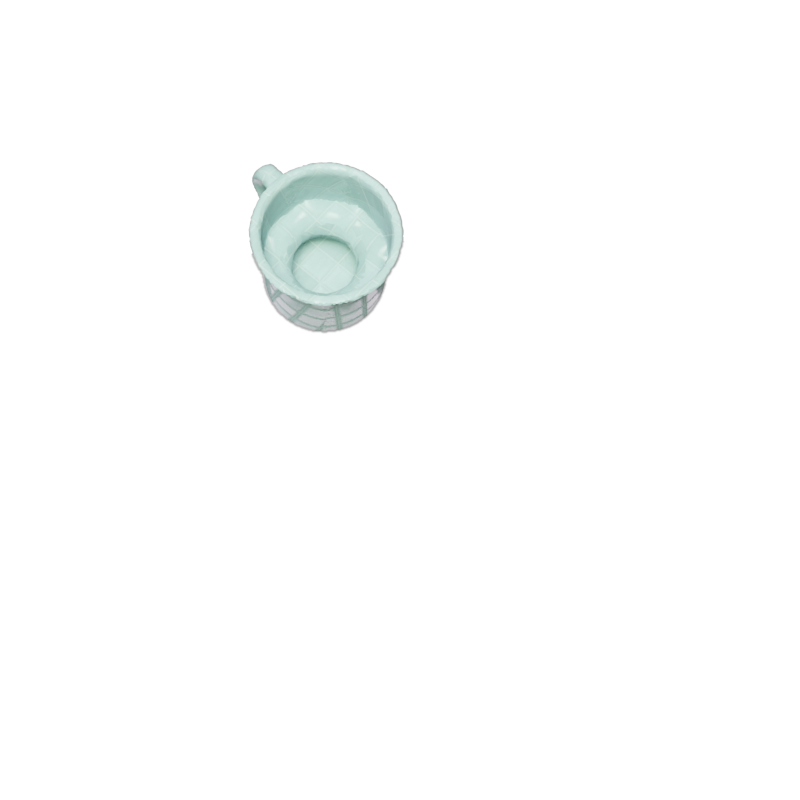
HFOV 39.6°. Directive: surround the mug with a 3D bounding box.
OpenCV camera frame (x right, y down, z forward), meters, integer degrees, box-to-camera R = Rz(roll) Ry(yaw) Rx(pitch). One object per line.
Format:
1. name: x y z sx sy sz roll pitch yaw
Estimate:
1. mug: -0.055 -0.101 0.708 0.094 0.122 0.078 -40 -14 -13
